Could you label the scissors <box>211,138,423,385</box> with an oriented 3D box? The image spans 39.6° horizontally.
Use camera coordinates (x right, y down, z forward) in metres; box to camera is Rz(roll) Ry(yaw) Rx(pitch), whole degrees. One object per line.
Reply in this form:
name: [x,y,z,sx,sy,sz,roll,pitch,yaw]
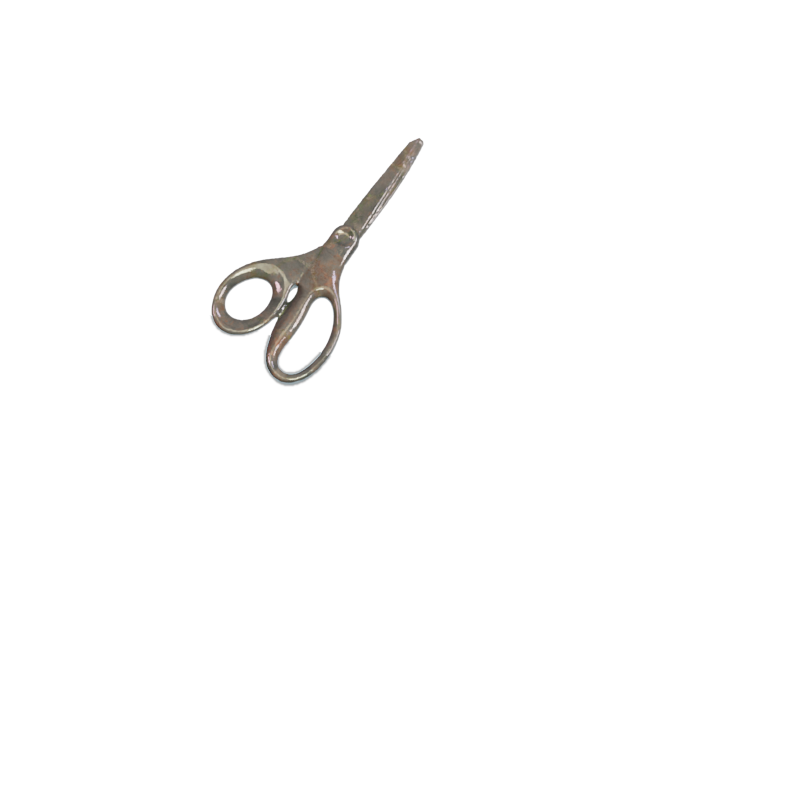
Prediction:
scissors: [-0.059,-0.107,0.752,0.098,0.210,0.015,16,-23,7]
